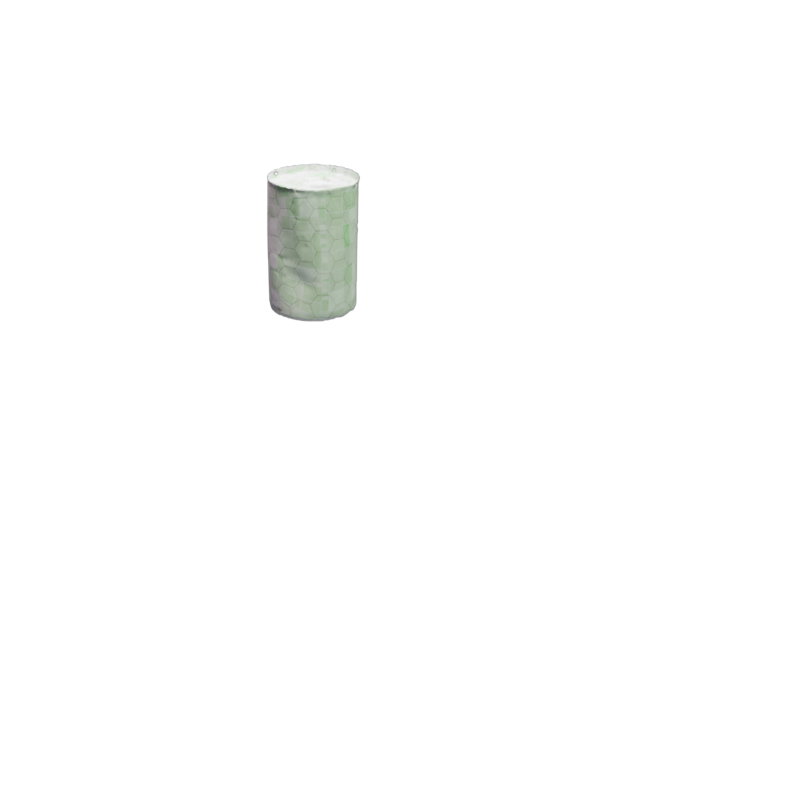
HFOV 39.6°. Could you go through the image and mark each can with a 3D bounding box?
[{"bbox_3d":[-0.064,-0.117,0.822,0.068,0.098,0.072,0,22,-2],"label":"can"}]
